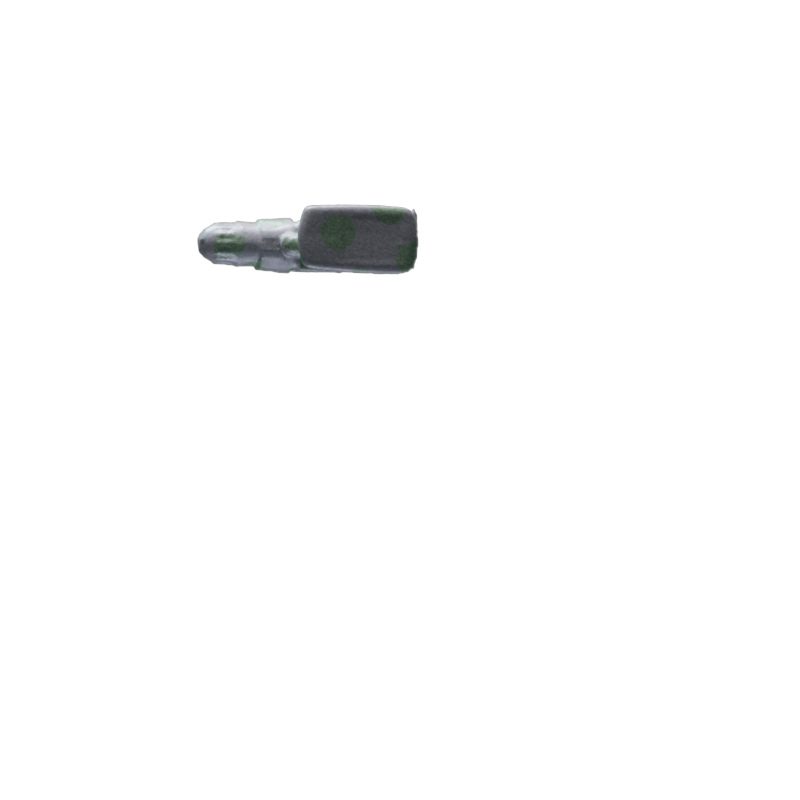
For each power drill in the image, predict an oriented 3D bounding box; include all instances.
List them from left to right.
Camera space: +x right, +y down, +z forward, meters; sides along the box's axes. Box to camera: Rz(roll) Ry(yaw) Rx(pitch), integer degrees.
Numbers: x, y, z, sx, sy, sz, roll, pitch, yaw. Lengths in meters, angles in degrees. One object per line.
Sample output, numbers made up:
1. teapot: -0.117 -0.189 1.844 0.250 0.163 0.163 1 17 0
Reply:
1. power drill: -0.077 -0.141 0.987 0.181 0.057 0.193 -2 7 -18
